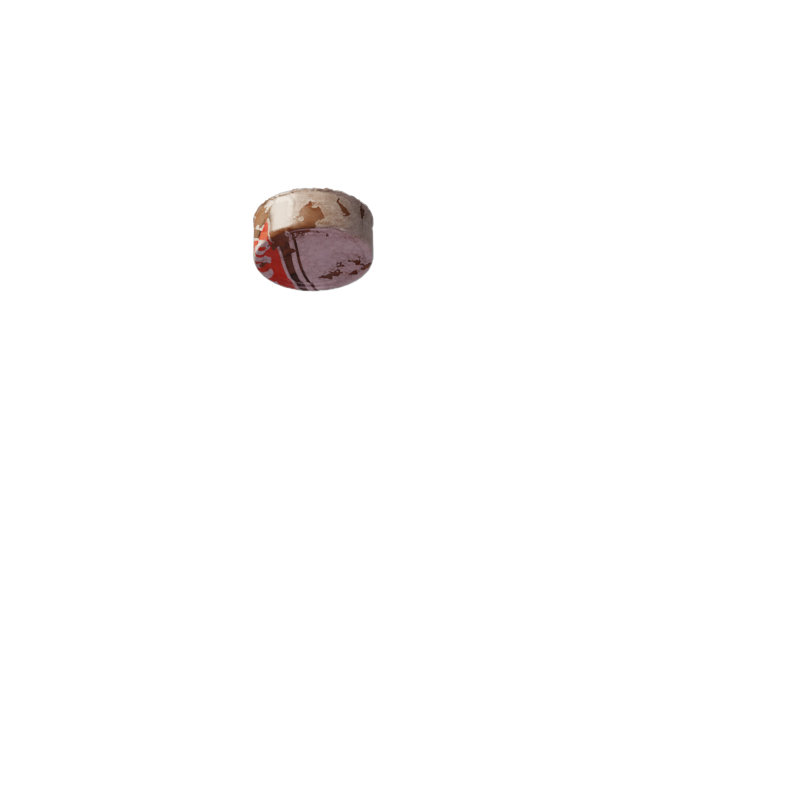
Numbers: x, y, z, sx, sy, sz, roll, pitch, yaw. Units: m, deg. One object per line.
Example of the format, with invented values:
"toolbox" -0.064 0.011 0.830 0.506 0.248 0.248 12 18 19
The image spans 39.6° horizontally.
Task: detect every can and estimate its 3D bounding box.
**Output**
"can" -0.061 -0.111 0.779 0.086 0.036 0.081 1 -28 -2
